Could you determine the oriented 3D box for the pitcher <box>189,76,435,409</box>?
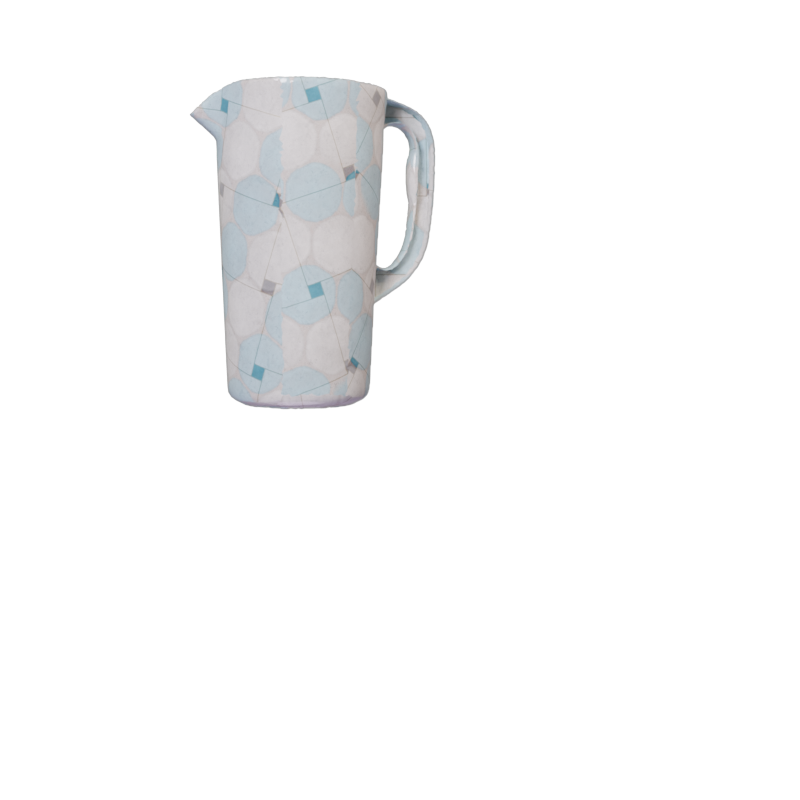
[{"bbox_3d":[-0.066,-0.121,0.844,0.154,0.243,0.140,0,1,29],"label":"pitcher"}]
